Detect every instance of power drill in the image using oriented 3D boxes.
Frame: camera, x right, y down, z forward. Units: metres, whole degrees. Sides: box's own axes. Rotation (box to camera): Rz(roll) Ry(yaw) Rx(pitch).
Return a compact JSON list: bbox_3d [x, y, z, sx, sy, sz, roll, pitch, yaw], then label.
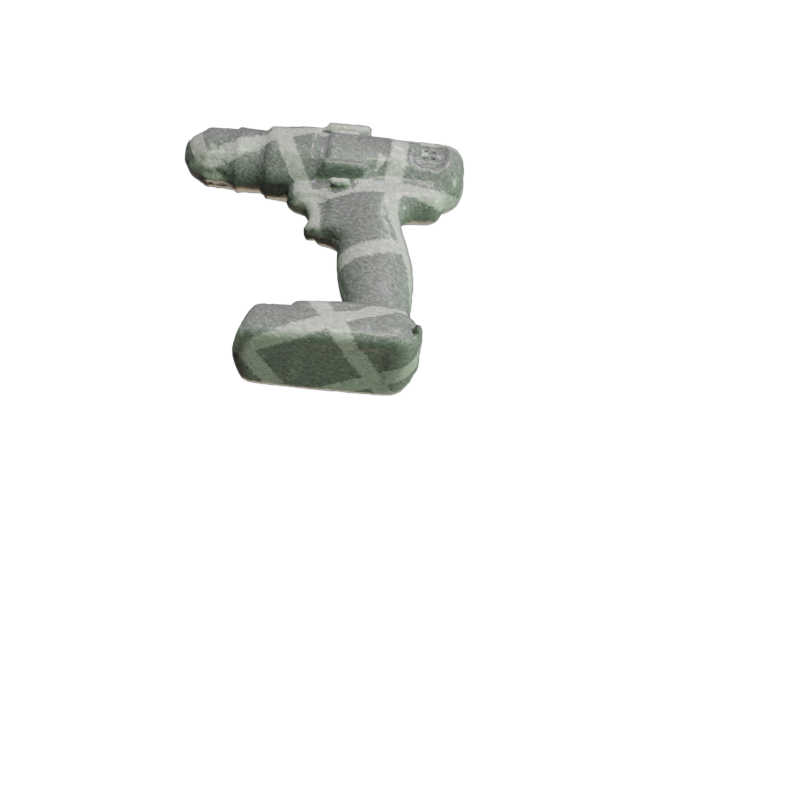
[{"bbox_3d":[-0.054,-0.098,0.685,0.185,0.200,0.053,4,-38,2],"label":"power drill"}]
